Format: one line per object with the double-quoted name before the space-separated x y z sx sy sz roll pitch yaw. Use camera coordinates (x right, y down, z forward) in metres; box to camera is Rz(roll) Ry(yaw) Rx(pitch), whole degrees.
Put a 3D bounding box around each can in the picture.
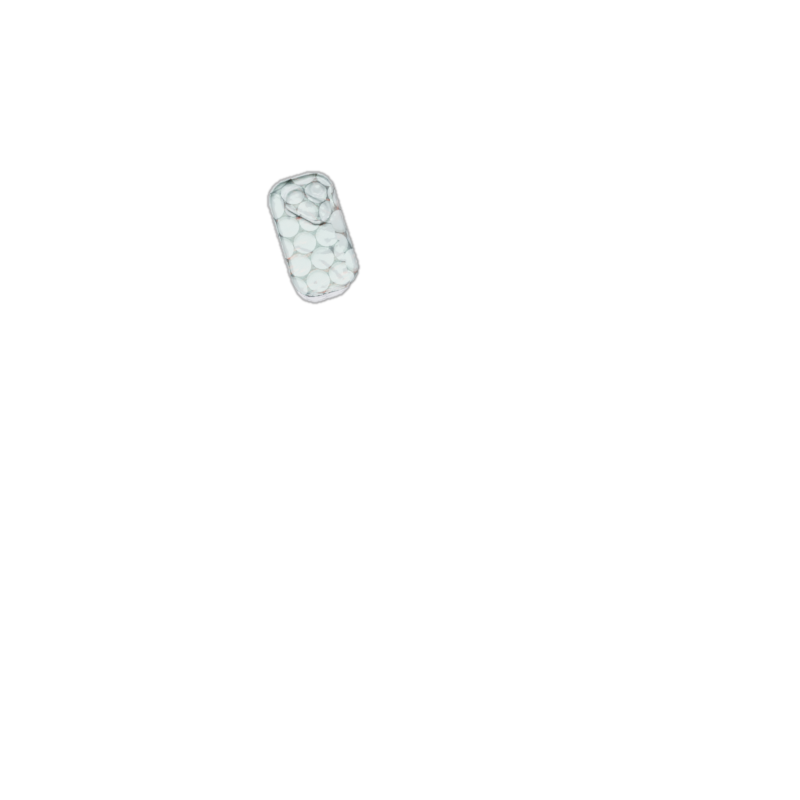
"can" -0.075 -0.136 0.953 0.057 0.104 0.082 -17 -5 -4
